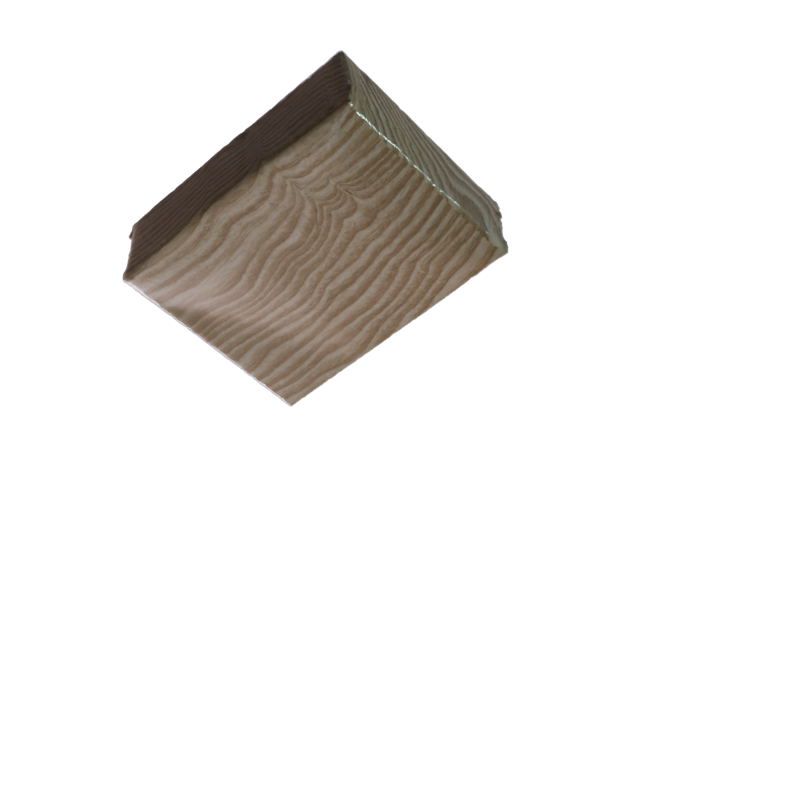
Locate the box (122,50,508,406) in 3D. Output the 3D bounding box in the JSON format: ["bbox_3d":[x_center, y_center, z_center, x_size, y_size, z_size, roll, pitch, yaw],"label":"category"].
[{"bbox_3d":[-0.032,-0.059,0.409,0.113,0.042,0.084,-33,-56,25],"label":"box"}]
